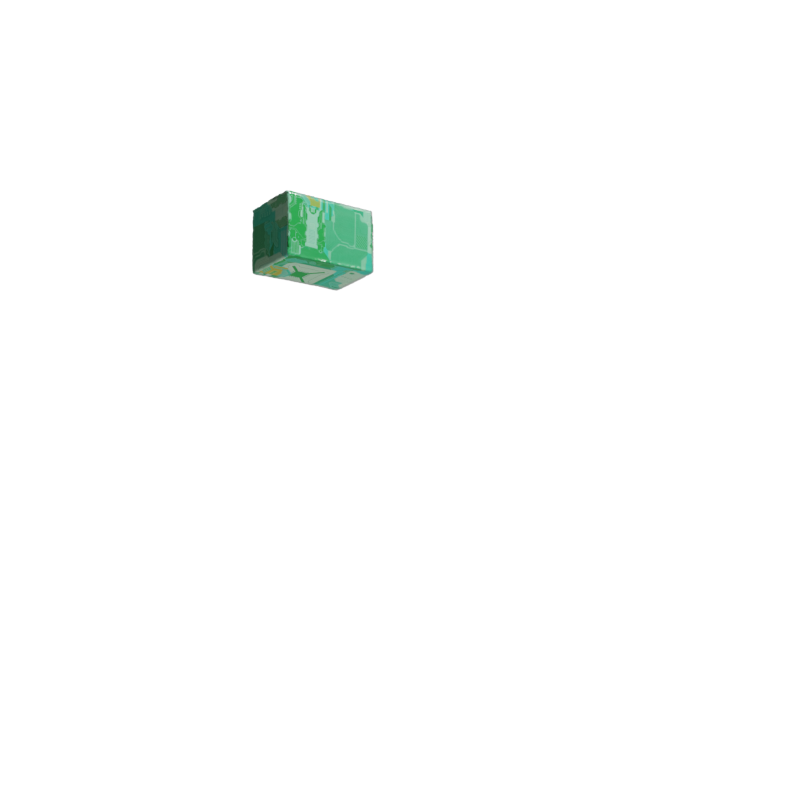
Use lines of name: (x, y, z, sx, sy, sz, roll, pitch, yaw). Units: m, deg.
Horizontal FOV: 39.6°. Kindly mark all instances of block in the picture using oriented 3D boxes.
block: (-0.065, -0.119, 0.830, 0.074, 0.053, 0.053, 10, -19, -34)
